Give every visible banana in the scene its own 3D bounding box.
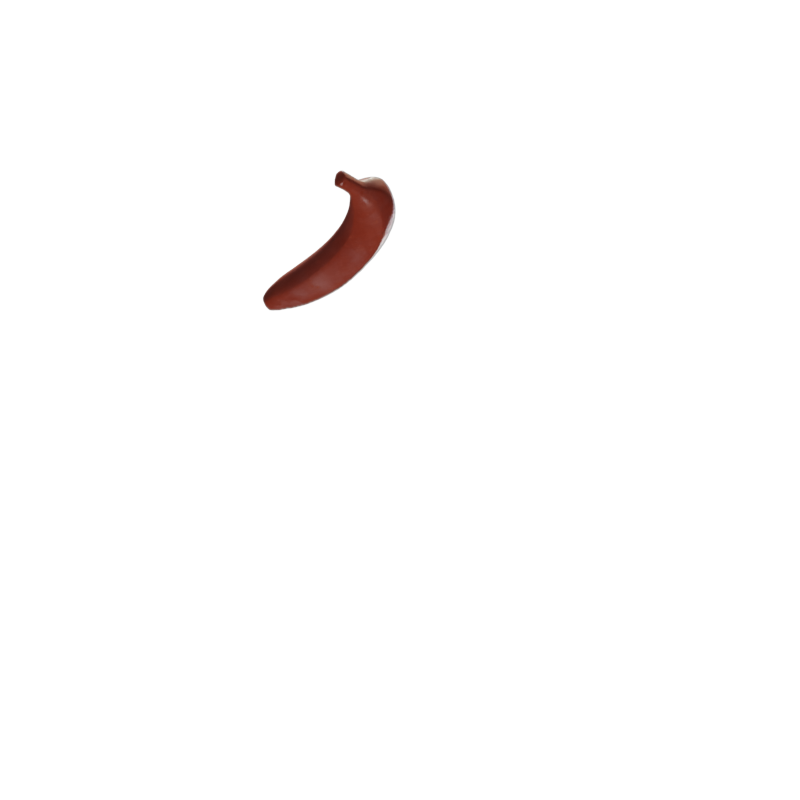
[{"bbox_3d":[-0.051,-0.125,0.885,0.067,0.039,0.191,11,-31,-19],"label":"banana"}]
